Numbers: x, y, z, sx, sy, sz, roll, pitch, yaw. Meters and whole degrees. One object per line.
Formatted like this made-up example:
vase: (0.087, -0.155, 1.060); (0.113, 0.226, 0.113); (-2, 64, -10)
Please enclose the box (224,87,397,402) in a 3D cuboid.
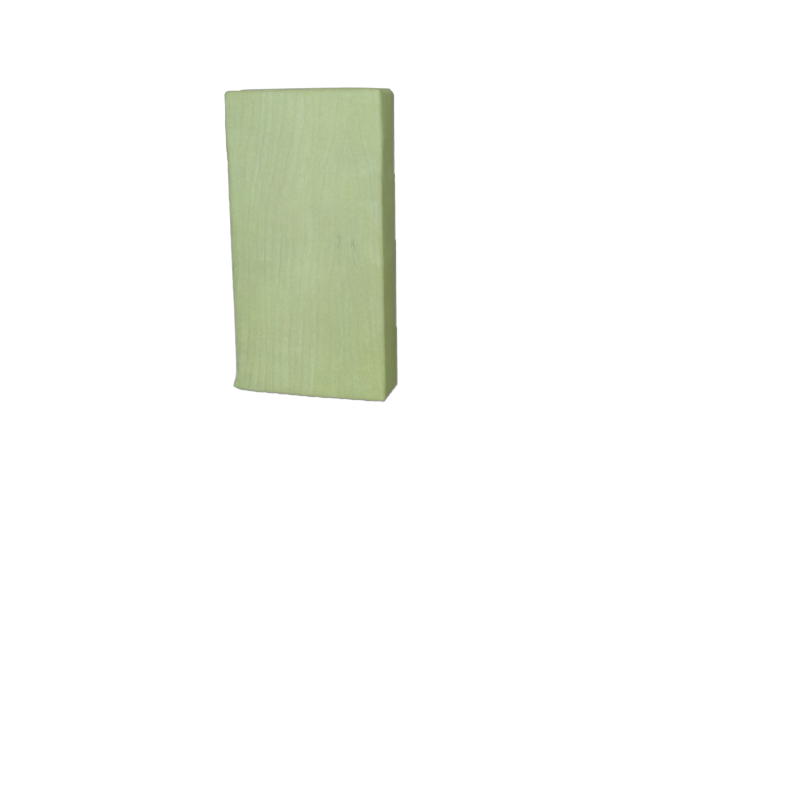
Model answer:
box: (-0.050, -0.092, 0.641); (0.095, 0.173, 0.048); (3, 8, 15)
